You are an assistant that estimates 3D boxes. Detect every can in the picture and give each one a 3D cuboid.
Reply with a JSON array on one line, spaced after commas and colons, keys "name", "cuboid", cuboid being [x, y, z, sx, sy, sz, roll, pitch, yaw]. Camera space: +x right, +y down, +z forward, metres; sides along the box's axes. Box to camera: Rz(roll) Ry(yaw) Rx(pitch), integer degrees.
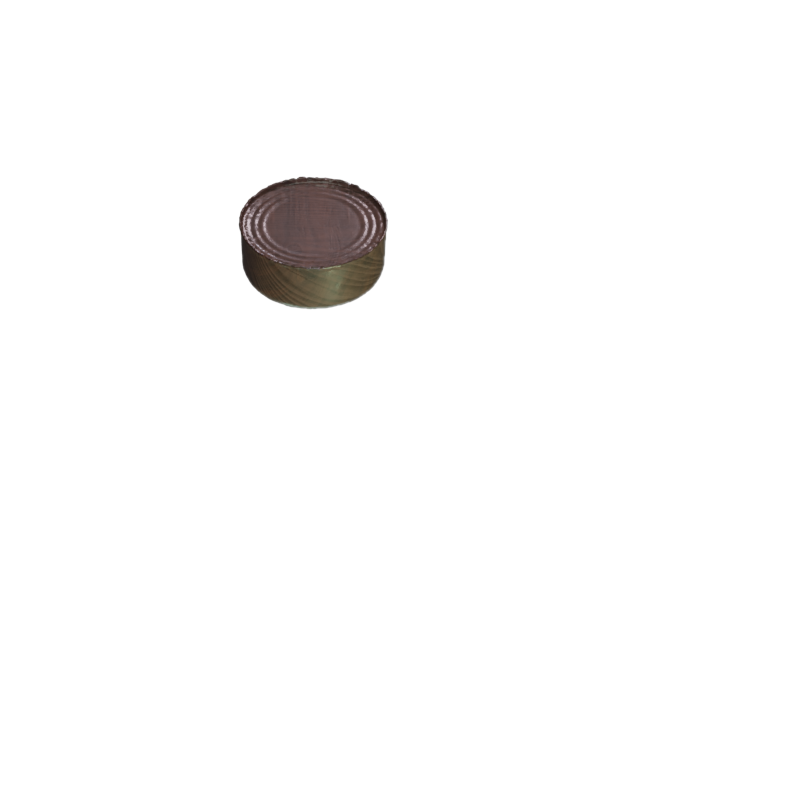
[{"name": "can", "cuboid": [-0.051, -0.093, 0.648, 0.086, 0.031, 0.092, -1, 43, -2]}]
